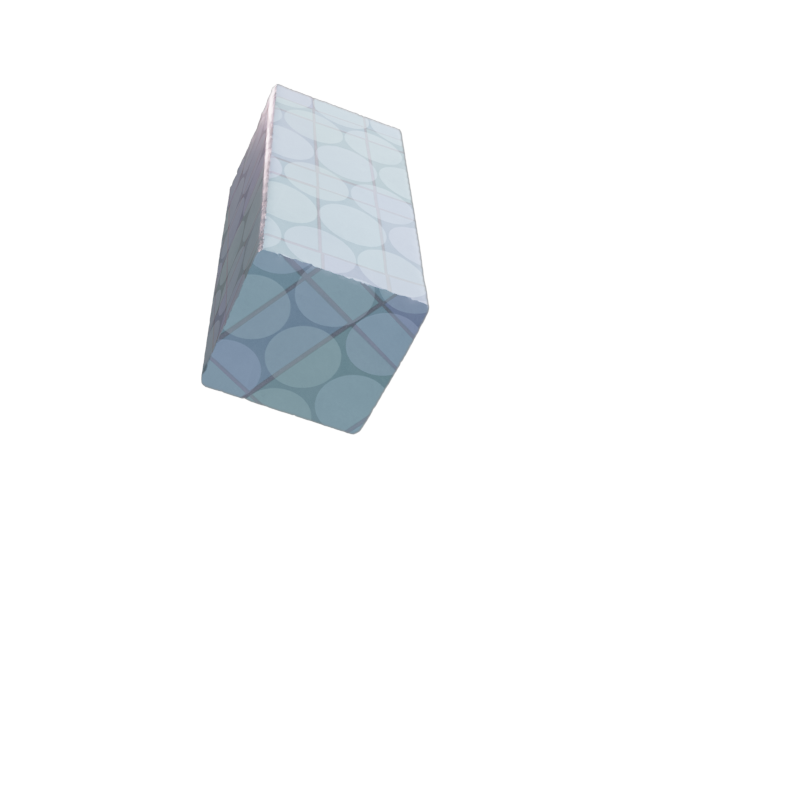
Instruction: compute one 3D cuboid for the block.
[{"bbox_3d":[-0.050,-0.090,0.634,0.088,0.087,0.220,18,32,-16],"label":"block"}]
